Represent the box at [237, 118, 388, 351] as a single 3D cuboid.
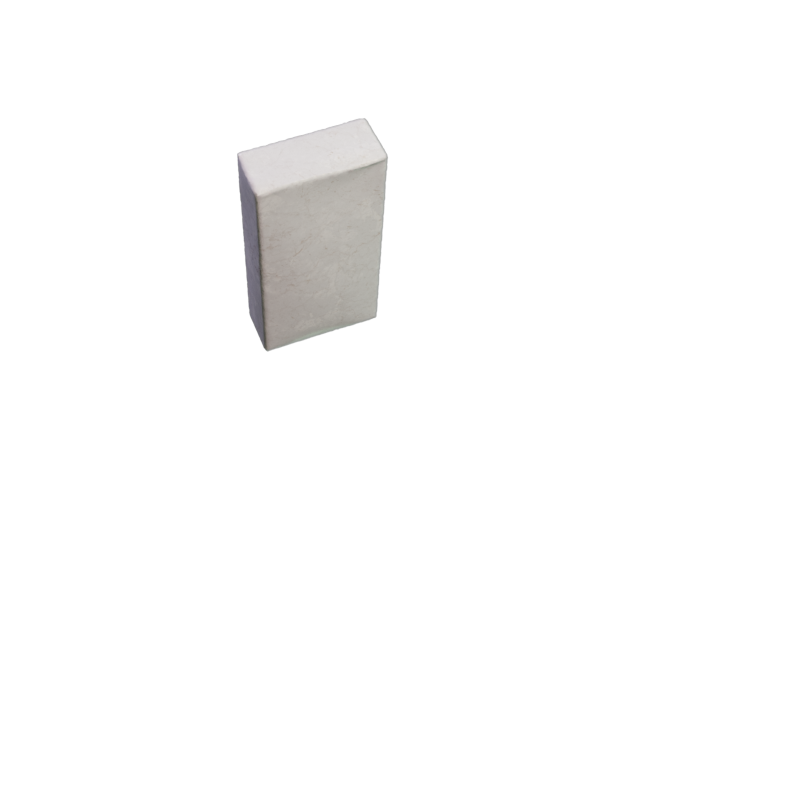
[{"bbox_3d":[-0.061,-0.110,0.773,0.093,0.052,0.165,-18,-29,-14],"label":"box"}]
